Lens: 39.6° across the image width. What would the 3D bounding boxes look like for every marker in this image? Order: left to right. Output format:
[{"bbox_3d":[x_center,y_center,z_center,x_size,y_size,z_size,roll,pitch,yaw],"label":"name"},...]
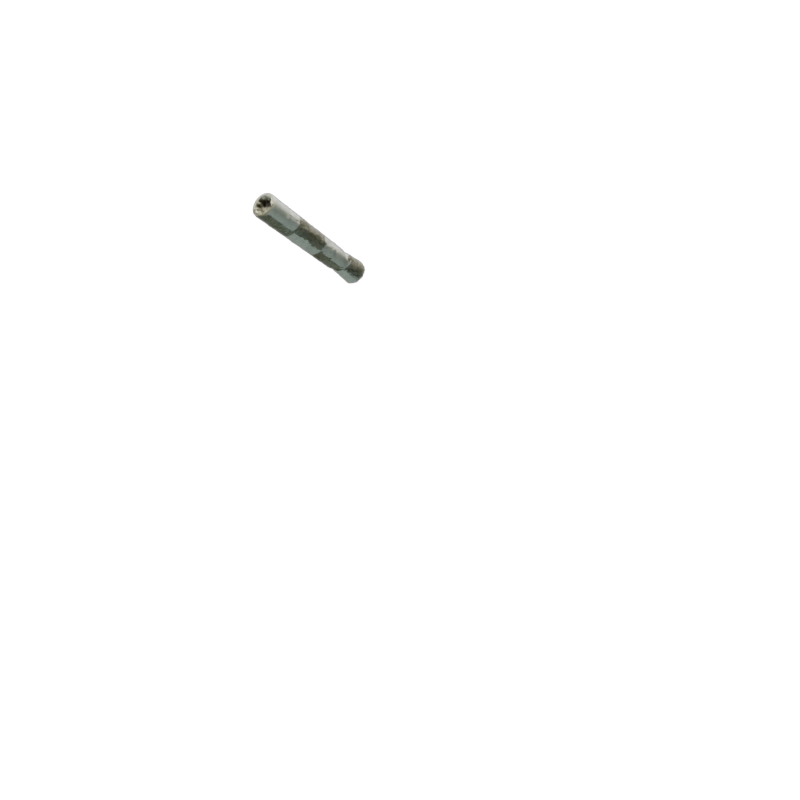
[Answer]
[{"bbox_3d":[-0.063,-0.114,0.799,0.021,0.020,0.112,3,-18,37],"label":"marker"}]
